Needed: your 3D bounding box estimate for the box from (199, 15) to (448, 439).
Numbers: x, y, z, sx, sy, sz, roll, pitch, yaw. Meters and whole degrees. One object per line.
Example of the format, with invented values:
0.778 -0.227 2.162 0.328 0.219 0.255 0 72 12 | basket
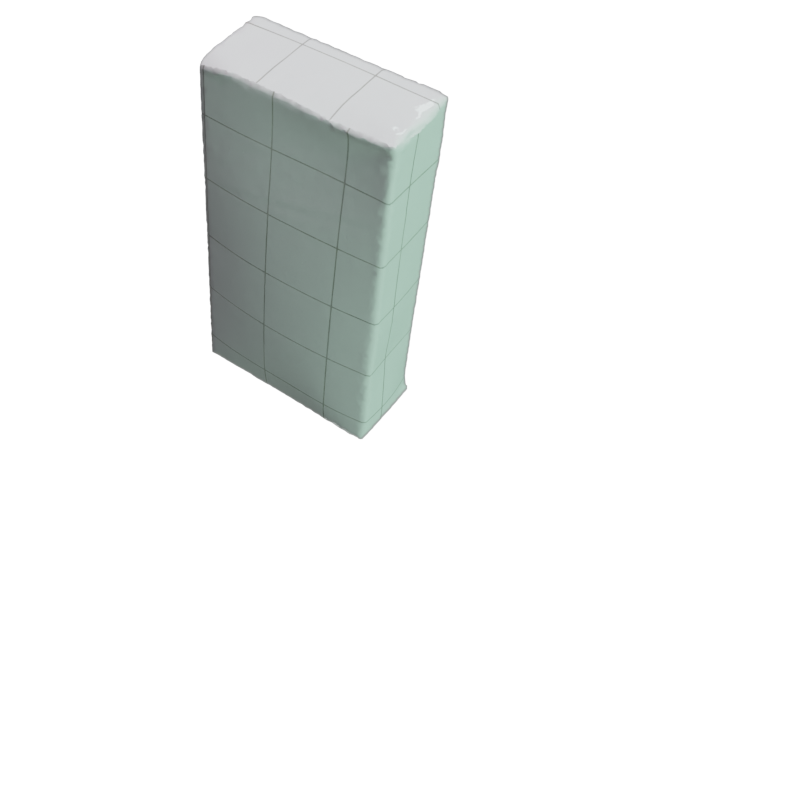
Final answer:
-0.038 -0.068 0.477 0.098 0.164 0.049 29 55 20 | box
